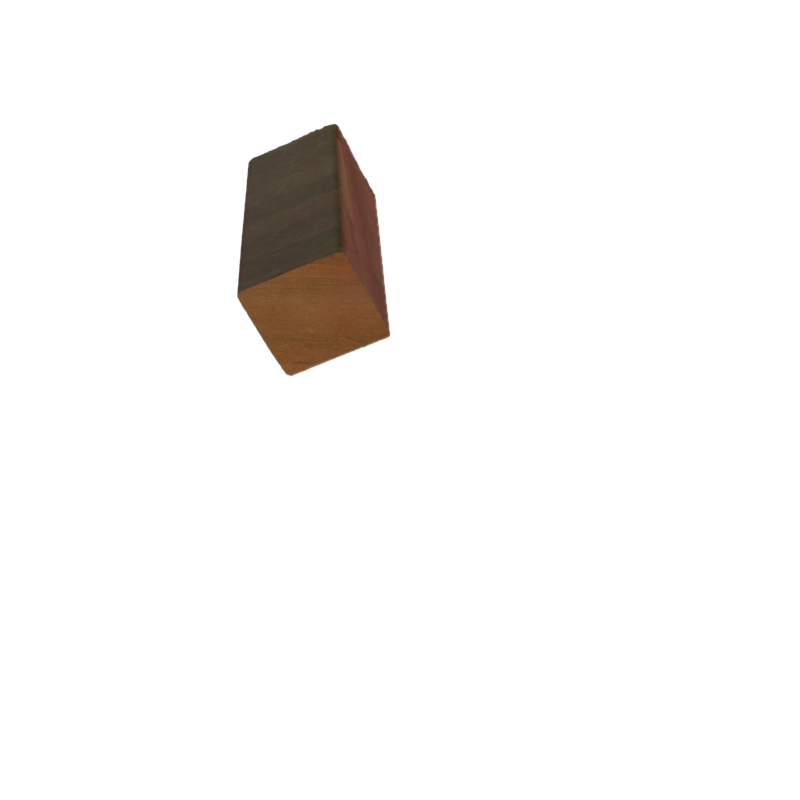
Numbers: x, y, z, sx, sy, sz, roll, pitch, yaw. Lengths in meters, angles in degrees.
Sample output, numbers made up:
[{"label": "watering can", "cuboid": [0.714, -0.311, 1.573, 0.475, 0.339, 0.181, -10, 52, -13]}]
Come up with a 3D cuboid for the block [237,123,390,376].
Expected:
[{"label": "block", "cuboid": [-0.072, -0.130, 0.911, 0.091, 0.084, 0.221, -22, 36, 13]}]
